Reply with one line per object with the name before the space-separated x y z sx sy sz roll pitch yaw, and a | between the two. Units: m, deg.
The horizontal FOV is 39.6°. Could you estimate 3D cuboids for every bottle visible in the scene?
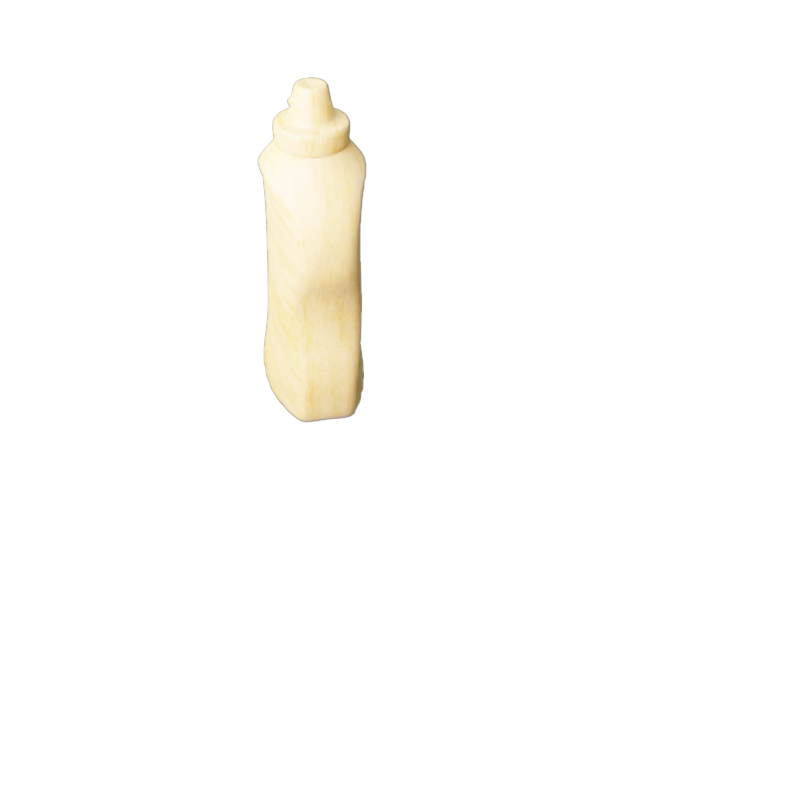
bottle | -0.049 -0.088 0.620 0.058 0.180 0.103 -4 35 -10
